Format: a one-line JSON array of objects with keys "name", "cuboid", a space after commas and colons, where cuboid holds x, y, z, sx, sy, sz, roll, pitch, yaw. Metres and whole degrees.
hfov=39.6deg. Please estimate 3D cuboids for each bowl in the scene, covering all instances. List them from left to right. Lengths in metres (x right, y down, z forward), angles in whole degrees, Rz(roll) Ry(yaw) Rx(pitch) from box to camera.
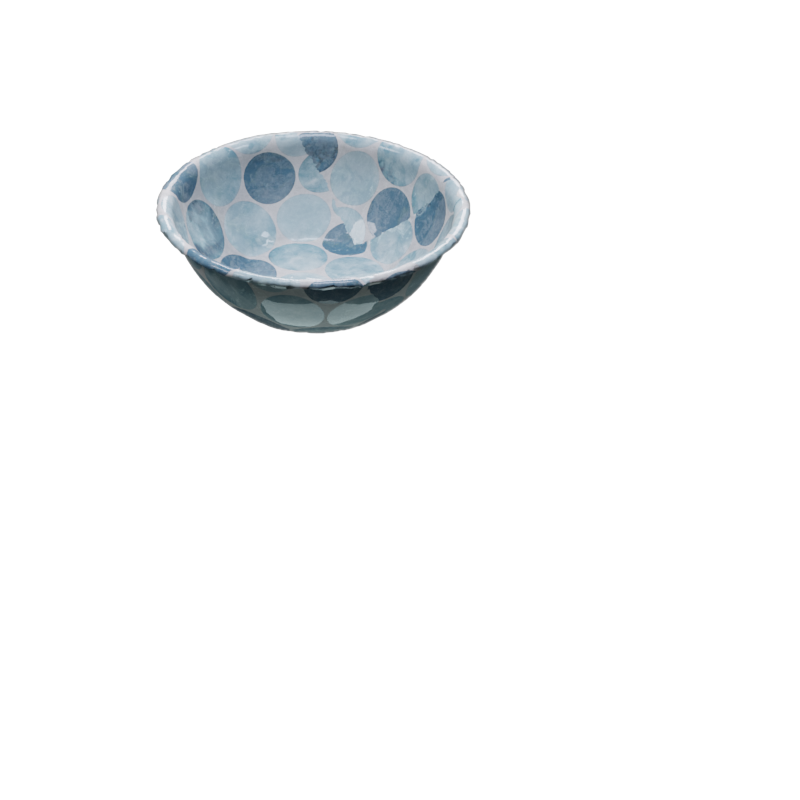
[{"name": "bowl", "cuboid": [-0.046, -0.084, 0.586, 0.162, 0.051, 0.173, -1, 37, -2]}]
